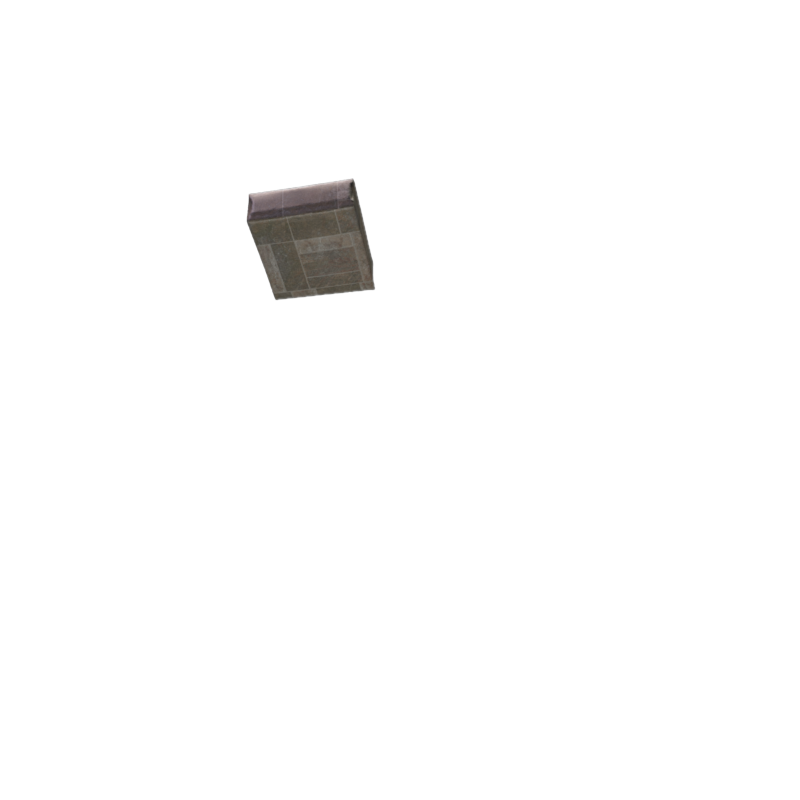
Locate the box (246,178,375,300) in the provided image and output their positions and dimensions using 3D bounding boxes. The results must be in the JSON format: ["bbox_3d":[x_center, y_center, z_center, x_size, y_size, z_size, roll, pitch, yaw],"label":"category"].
[{"bbox_3d":[-0.060,-0.109,0.765,0.074,0.032,0.082,-6,-38,8],"label":"box"}]
